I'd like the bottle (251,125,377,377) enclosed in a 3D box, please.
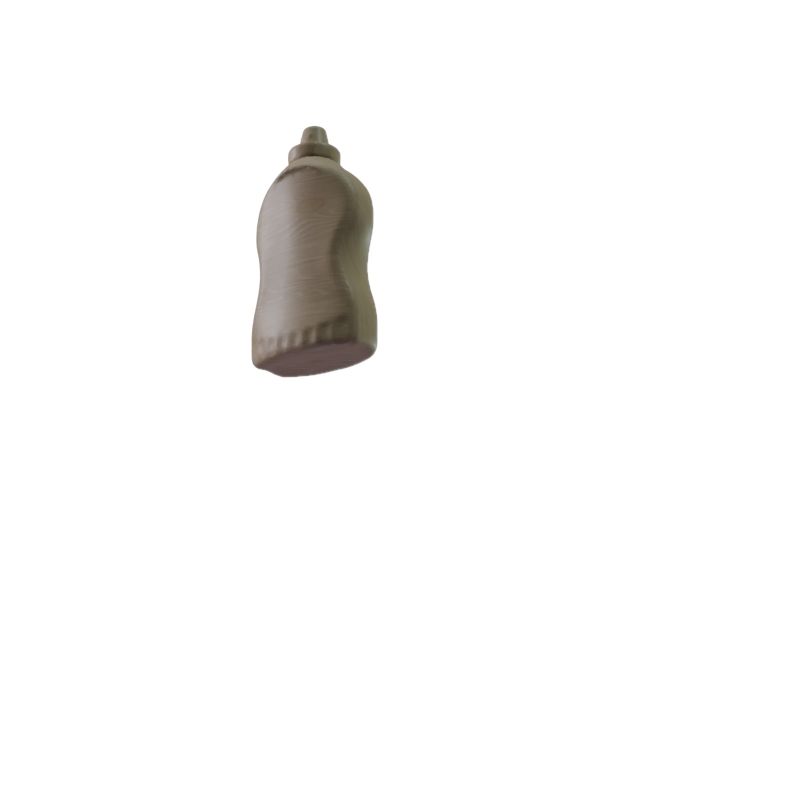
[{"bbox_3d":[-0.065,-0.118,0.831,0.097,0.202,0.055,-17,-27,34],"label":"bottle"}]
